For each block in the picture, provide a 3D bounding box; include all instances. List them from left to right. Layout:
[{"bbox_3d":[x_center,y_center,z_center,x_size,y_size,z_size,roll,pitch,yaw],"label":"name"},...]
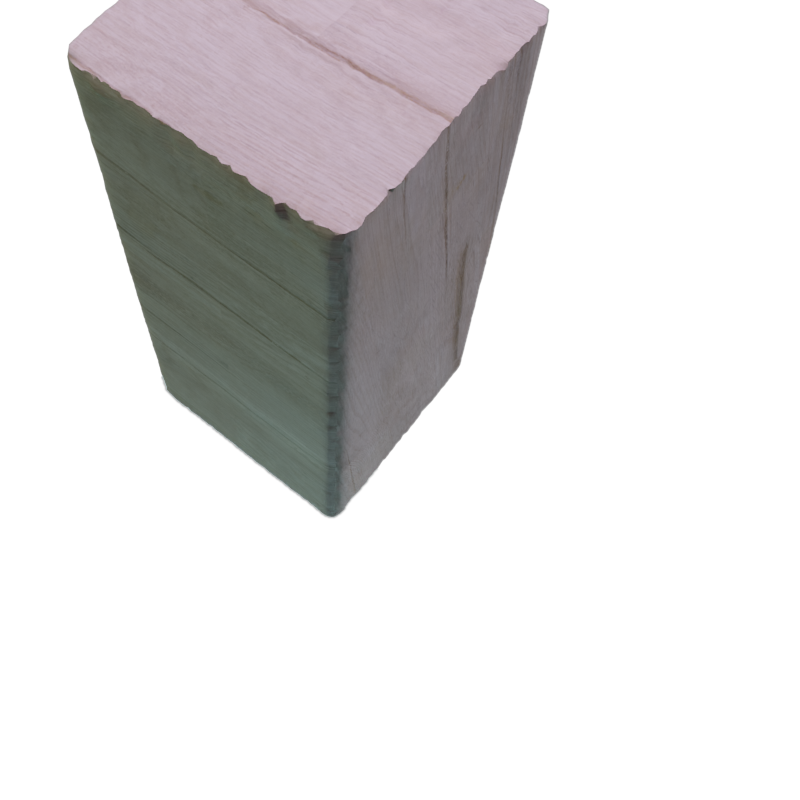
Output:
[{"bbox_3d":[-0.029,-0.051,0.361,0.094,0.092,0.195,36,-22,13],"label":"block"}]
